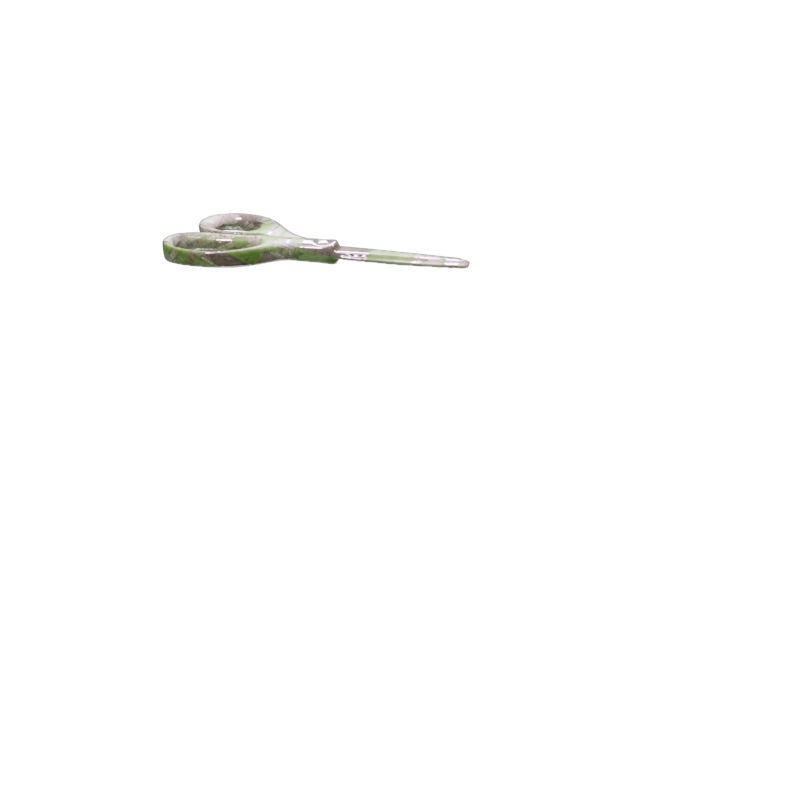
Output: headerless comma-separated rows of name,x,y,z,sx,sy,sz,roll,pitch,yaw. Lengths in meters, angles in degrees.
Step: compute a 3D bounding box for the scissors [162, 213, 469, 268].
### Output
scissors,-0.059,-0.108,0.757,0.202,0.015,0.101,0,26,0
